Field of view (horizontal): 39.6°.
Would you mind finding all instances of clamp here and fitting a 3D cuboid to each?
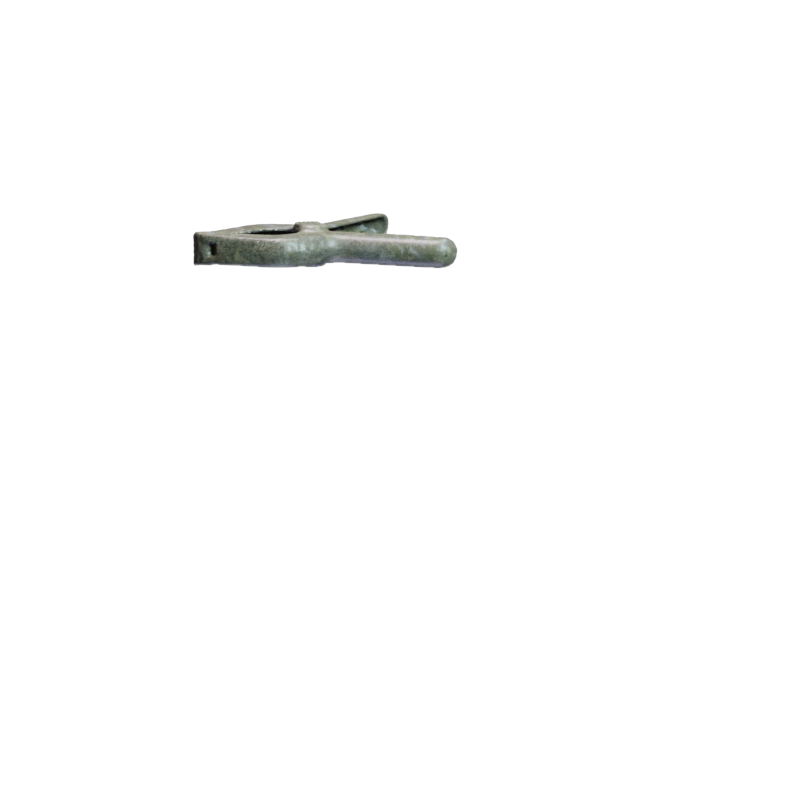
[{"bbox_3d":[-0.075,-0.137,0.957,0.207,0.035,0.172,-4,17,-12],"label":"clamp"}]
